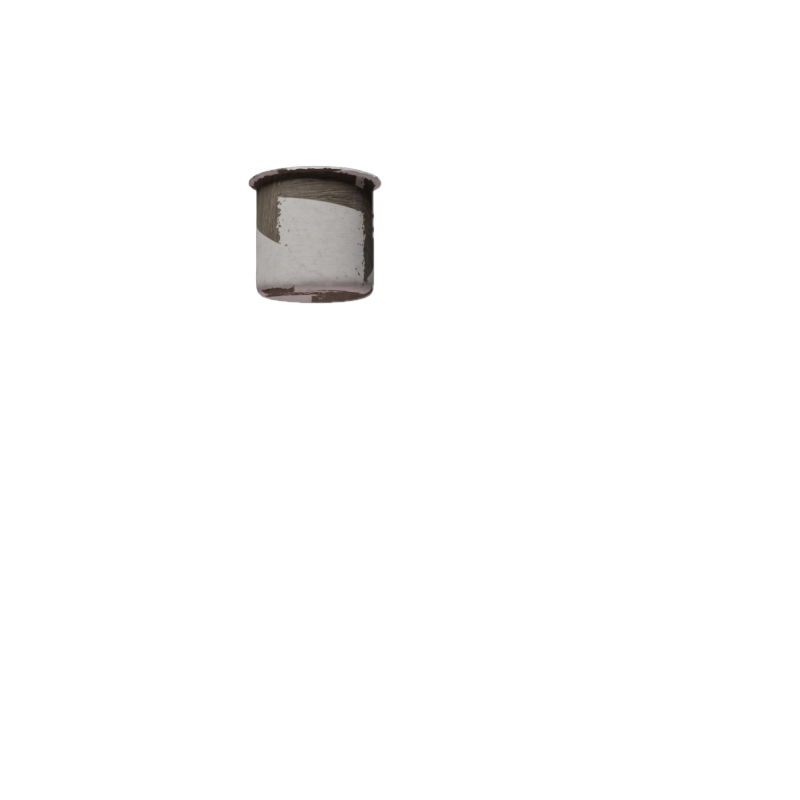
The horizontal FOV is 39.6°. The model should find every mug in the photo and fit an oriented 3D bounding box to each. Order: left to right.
[{"bbox_3d":[-0.061,-0.112,0.781,0.092,0.083,0.116,1,-5,-9],"label":"mug"}]
